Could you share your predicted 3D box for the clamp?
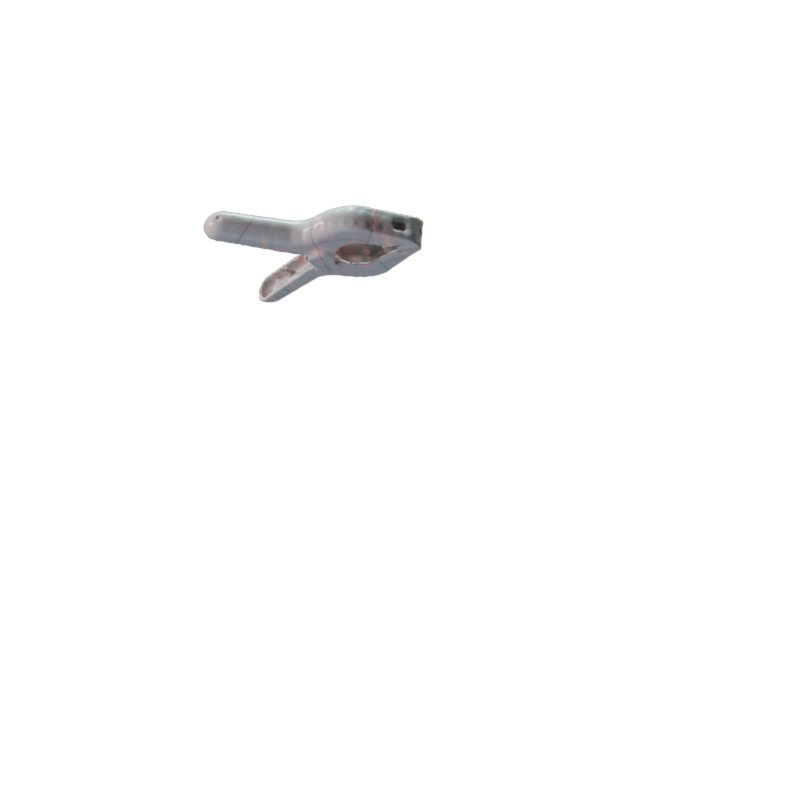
[{"bbox_3d":[-0.070,-0.128,0.893,0.174,0.041,0.112,-12,-26,26],"label":"clamp"}]
